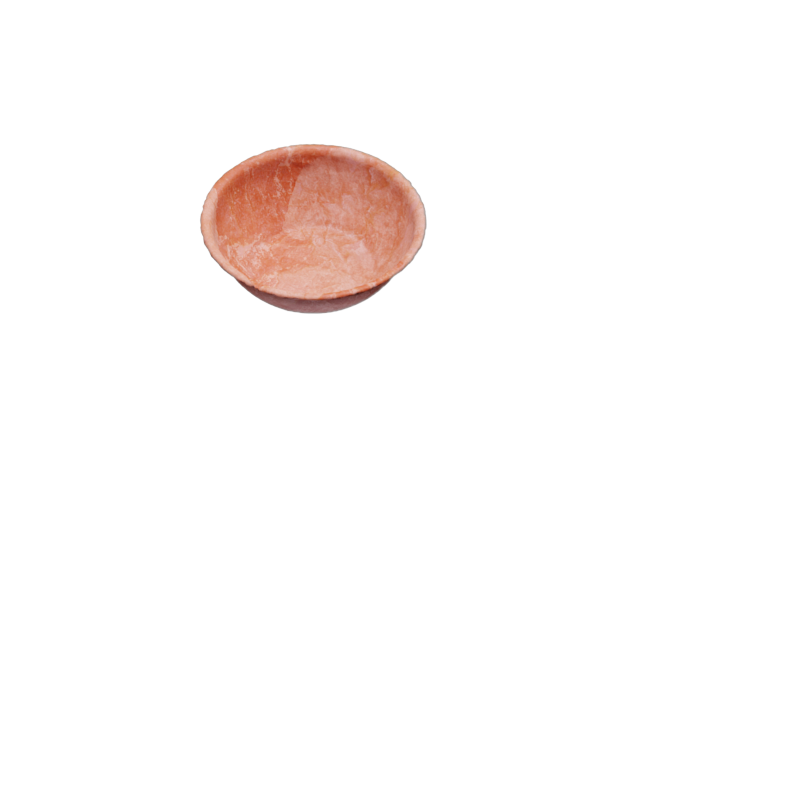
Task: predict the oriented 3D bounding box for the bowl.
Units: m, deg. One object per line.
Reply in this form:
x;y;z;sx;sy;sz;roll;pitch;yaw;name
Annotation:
-0.063;-0.115;0.808;0.162;0.174;0.051;-1;-42;-1;bowl
